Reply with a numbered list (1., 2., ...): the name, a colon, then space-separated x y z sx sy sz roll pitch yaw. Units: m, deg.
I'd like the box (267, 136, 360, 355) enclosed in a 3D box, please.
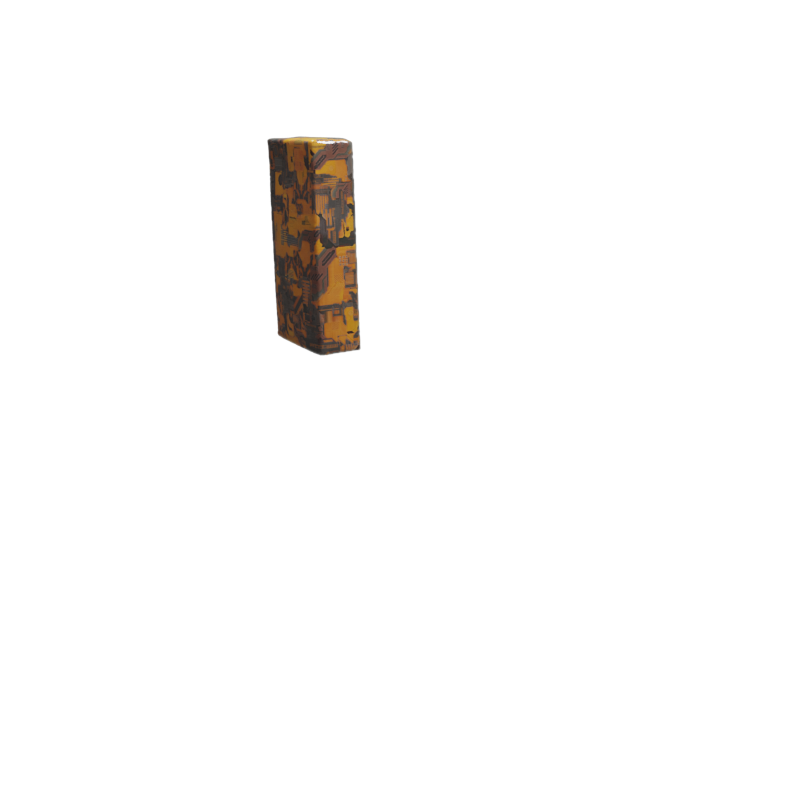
1. box: -0.073 -0.134 0.939 0.047 0.173 0.098 -4 10 -28
